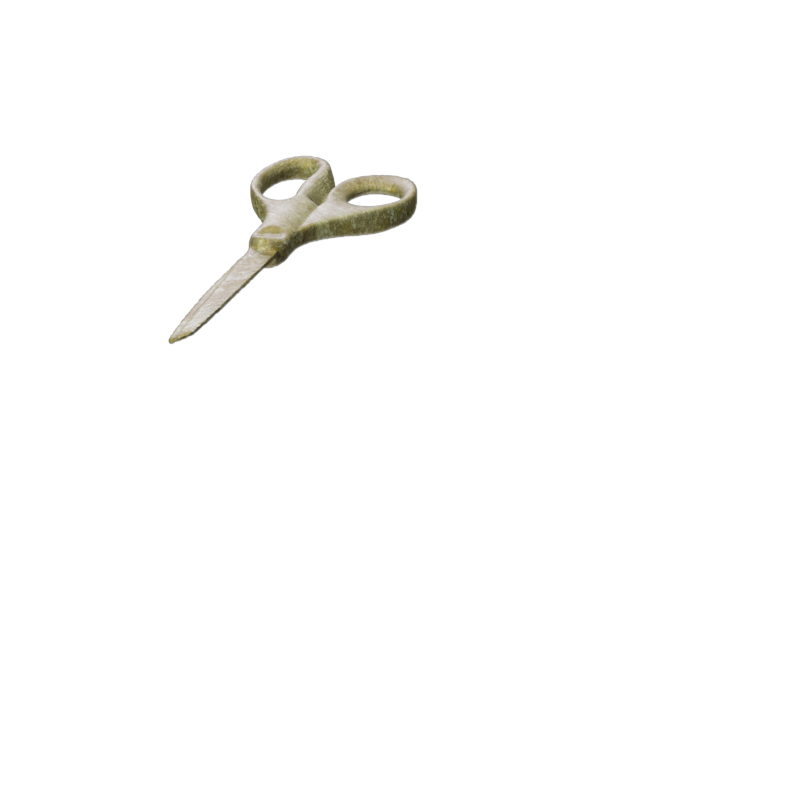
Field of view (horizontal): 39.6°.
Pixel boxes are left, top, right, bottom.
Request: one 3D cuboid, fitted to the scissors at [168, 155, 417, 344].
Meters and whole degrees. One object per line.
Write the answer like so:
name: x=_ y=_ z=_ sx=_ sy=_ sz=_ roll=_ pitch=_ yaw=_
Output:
scissors: x=-0.041 y=-0.075 z=0.523 sx=0.097 sy=0.015 sz=0.213 roll=1 pitch=31 yaw=2
